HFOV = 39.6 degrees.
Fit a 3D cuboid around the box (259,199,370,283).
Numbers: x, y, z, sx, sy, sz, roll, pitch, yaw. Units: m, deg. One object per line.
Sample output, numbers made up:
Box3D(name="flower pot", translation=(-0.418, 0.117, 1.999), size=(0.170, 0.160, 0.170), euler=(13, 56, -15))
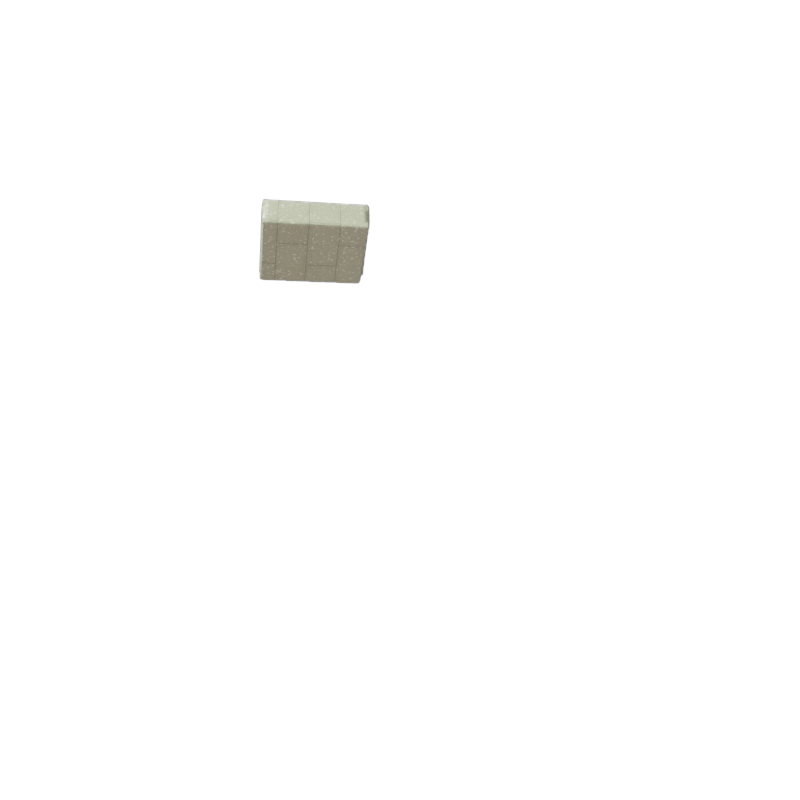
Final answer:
Box3D(name="box", translation=(-0.072, -0.132, 0.928), size=(0.089, 0.032, 0.068), euler=(2, -37, -4))
